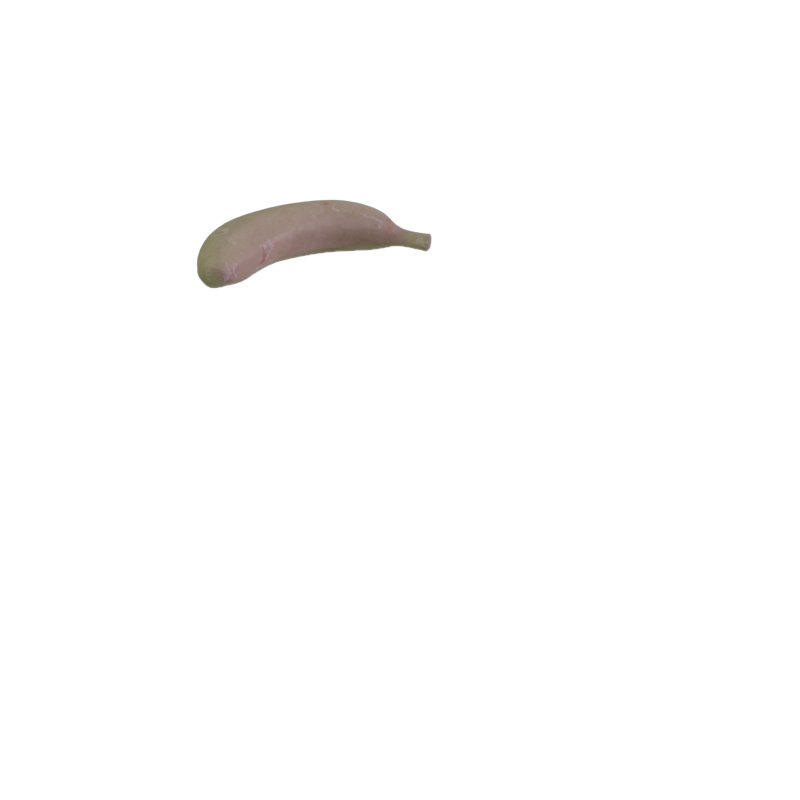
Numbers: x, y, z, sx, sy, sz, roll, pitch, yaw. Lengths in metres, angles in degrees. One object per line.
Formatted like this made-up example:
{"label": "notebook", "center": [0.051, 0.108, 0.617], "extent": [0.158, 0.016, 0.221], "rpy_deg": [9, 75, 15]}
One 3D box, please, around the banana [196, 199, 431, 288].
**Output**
{"label": "banana", "center": [-0.065, -0.103, 0.704], "extent": [0.073, 0.035, 0.194], "rpy_deg": [15, 23, 40]}
